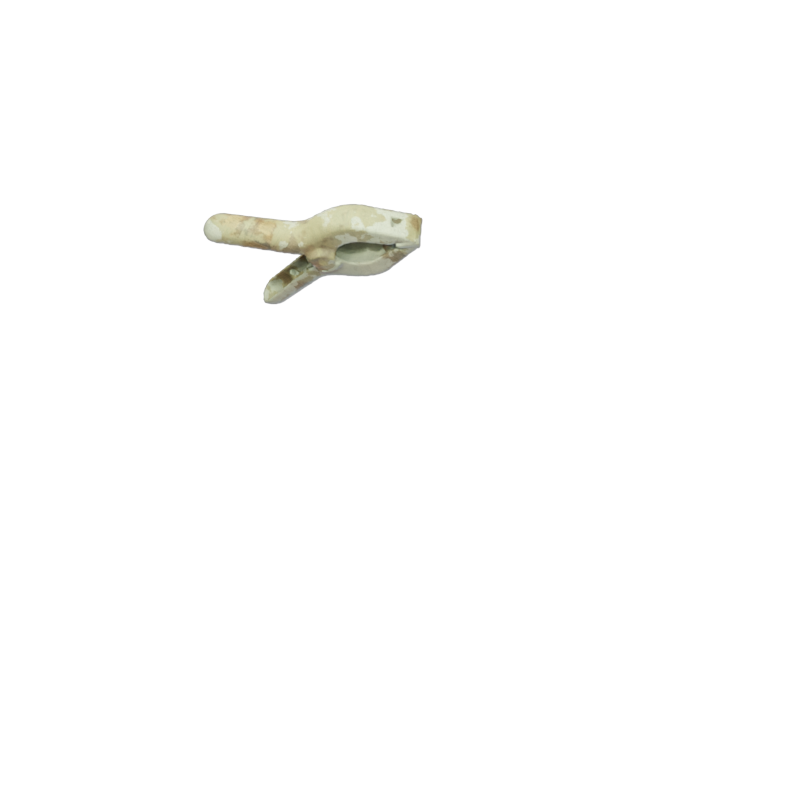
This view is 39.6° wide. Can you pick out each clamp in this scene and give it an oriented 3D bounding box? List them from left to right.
[{"bbox_3d":[-0.070,-0.127,0.893,0.174,0.041,0.112,-14,-27,28],"label":"clamp"}]
